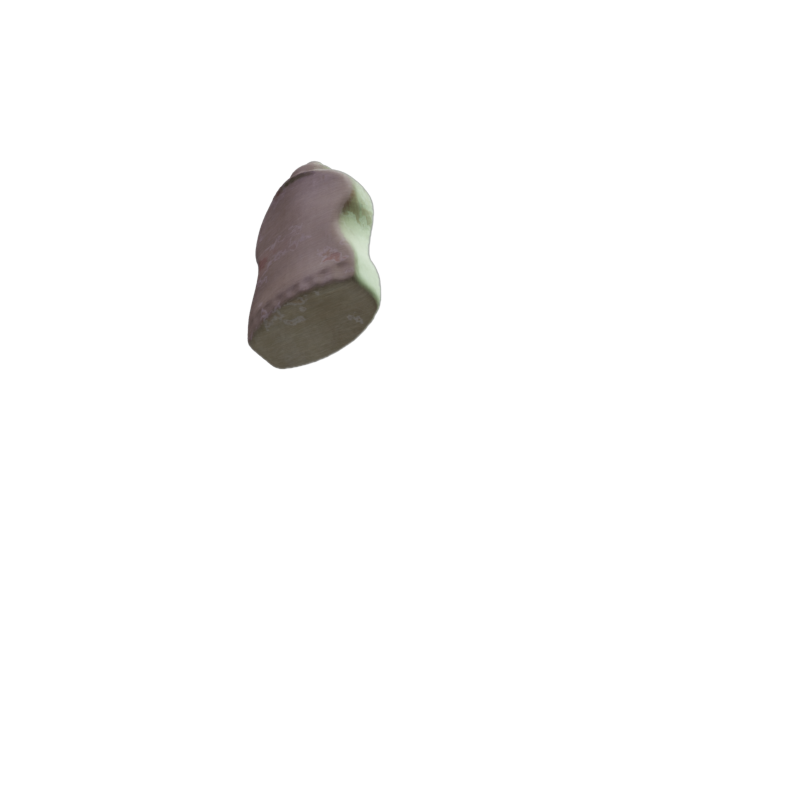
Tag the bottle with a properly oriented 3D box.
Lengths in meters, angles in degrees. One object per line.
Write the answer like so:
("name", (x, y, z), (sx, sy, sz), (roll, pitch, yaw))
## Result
("bottle", (-0.063, -0.115, 0.808), (0.095, 0.206, 0.055), (-33, -54, 23))
